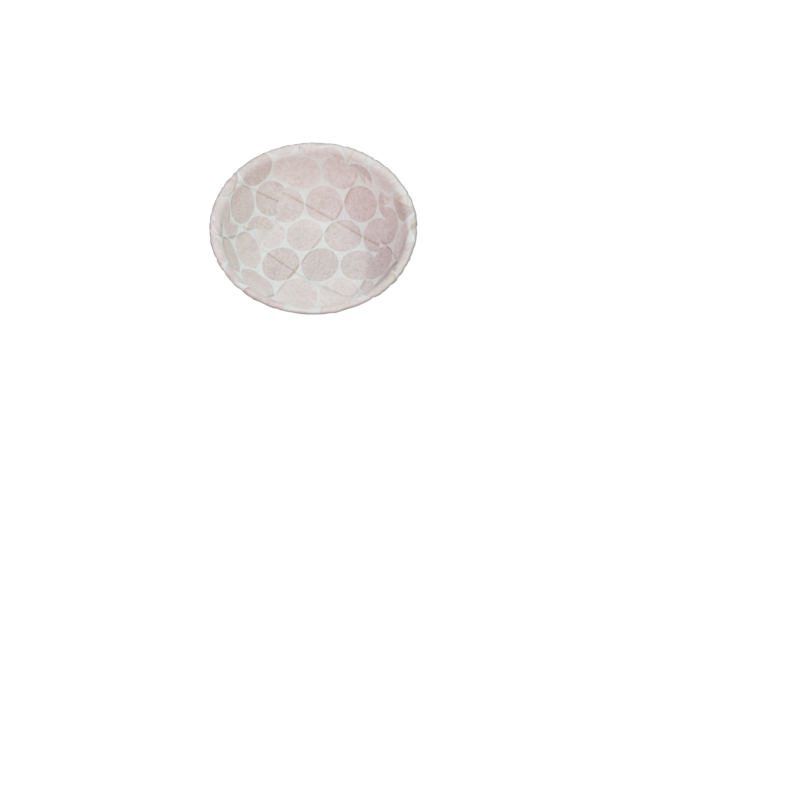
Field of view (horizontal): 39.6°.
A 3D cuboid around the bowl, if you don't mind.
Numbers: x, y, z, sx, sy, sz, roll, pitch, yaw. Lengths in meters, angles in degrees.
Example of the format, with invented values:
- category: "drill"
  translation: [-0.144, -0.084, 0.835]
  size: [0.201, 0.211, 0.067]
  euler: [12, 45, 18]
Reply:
- category: "bowl"
  translation: [-0.069, -0.126, 0.880]
  size: [0.162, 0.173, 0.052]
  euler: [-1, -31, -1]
